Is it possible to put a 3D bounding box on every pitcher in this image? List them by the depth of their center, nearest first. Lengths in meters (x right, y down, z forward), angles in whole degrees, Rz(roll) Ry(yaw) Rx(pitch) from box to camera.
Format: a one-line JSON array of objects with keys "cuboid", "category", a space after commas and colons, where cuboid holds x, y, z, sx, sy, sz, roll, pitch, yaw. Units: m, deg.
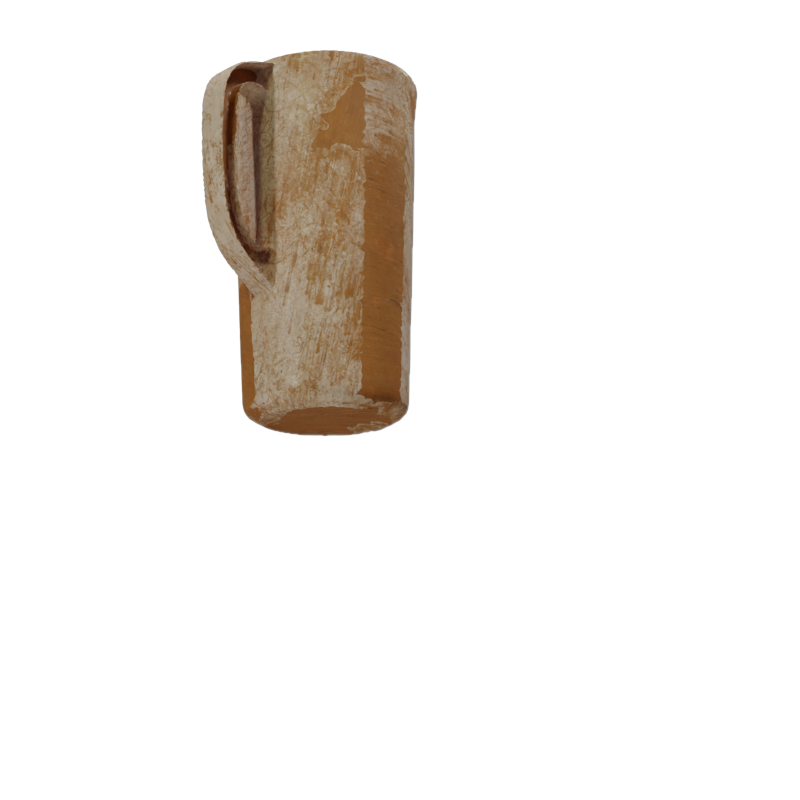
[{"cuboid": [-0.059, -0.107, 0.748, 0.148, 0.255, 0.139, 0, -19, -5], "category": "pitcher"}]
